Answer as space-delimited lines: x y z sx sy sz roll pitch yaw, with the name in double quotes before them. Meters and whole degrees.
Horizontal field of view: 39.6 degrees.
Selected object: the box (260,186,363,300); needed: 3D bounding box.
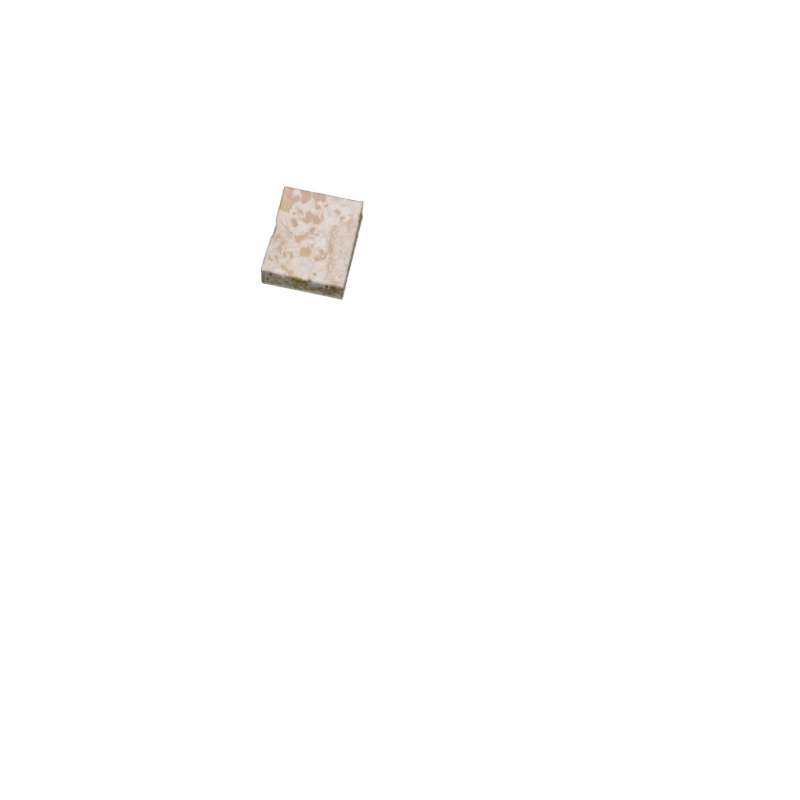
"box" -0.076 -0.138 0.966 0.074 0.094 0.028 11 -25 5
